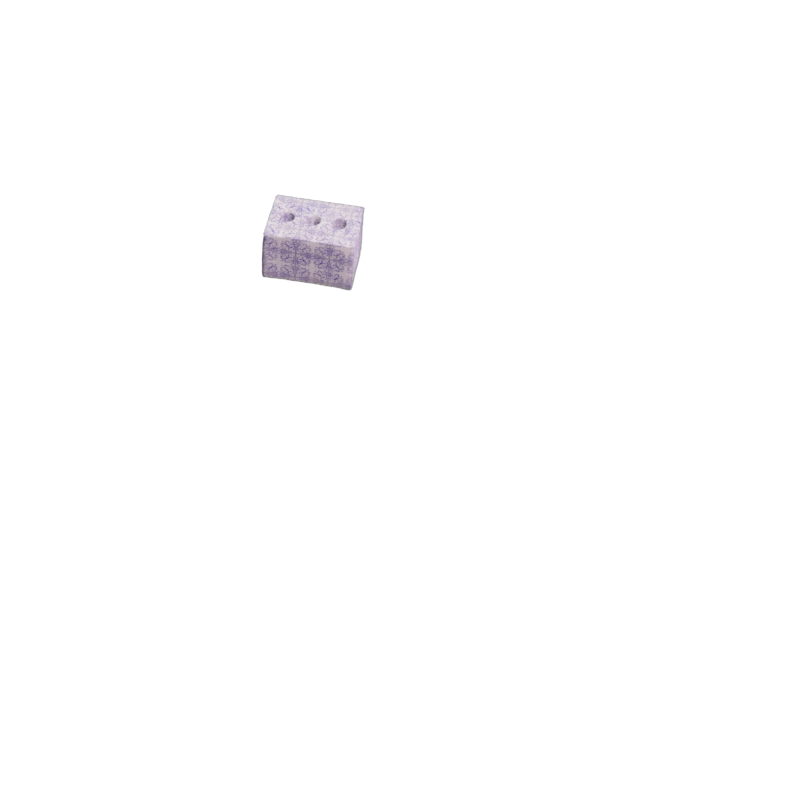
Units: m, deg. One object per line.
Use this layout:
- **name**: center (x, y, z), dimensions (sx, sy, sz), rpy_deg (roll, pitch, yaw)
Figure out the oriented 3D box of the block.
- **block**: center (-0.072, -0.132, 0.925), dimensions (0.079, 0.056, 0.048), rpy_deg (8, -42, 6)
